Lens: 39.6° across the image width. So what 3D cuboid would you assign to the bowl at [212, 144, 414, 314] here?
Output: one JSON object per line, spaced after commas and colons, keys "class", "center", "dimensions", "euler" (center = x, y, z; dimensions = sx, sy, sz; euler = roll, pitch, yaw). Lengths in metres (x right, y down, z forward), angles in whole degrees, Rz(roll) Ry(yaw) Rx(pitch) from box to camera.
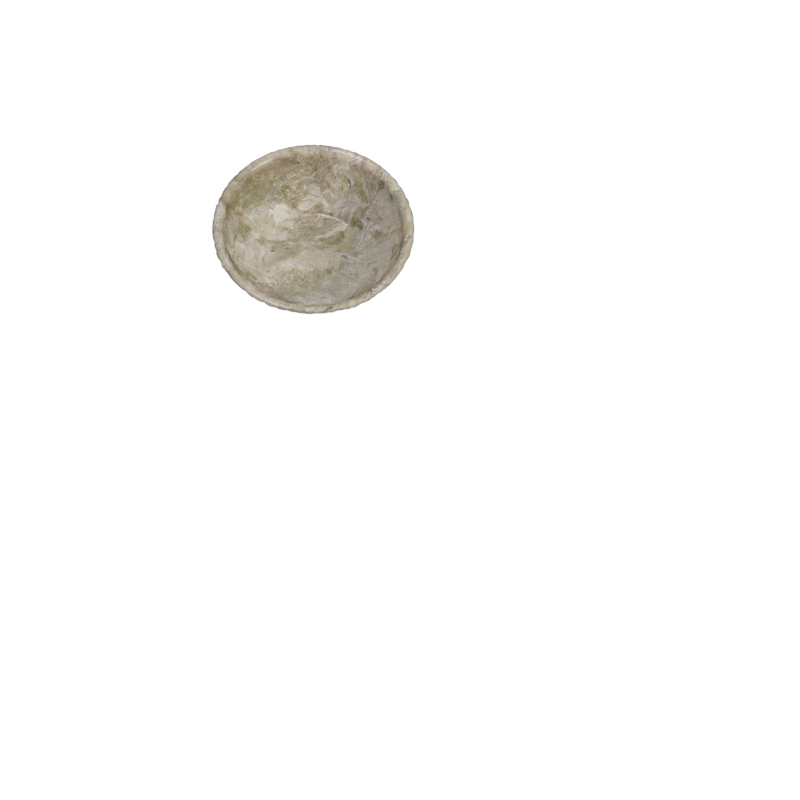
{"class": "bowl", "center": [-0.071, -0.130, 0.908], "dimensions": [0.162, 0.173, 0.052], "euler": [-1, -30, -1]}
